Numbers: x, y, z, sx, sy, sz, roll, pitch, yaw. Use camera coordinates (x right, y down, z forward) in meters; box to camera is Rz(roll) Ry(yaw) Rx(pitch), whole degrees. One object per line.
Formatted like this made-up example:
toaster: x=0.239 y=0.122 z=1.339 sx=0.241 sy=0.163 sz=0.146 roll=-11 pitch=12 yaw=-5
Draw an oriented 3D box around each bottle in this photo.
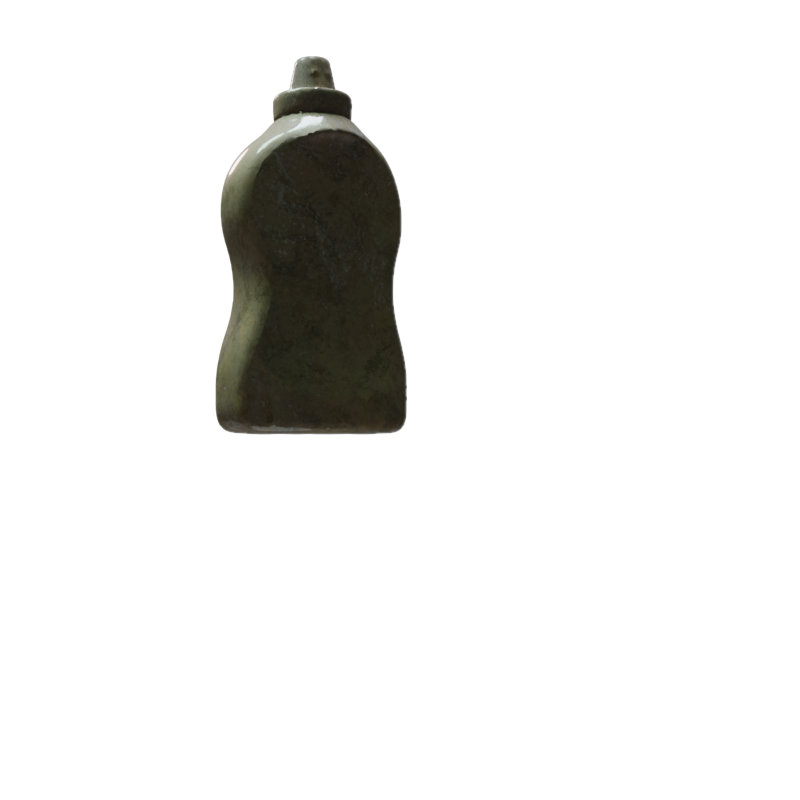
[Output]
bottle: x=-0.044 y=-0.080 z=0.560 sx=0.092 sy=0.196 sz=0.059 roll=4 pitch=-10 yaw=-30
